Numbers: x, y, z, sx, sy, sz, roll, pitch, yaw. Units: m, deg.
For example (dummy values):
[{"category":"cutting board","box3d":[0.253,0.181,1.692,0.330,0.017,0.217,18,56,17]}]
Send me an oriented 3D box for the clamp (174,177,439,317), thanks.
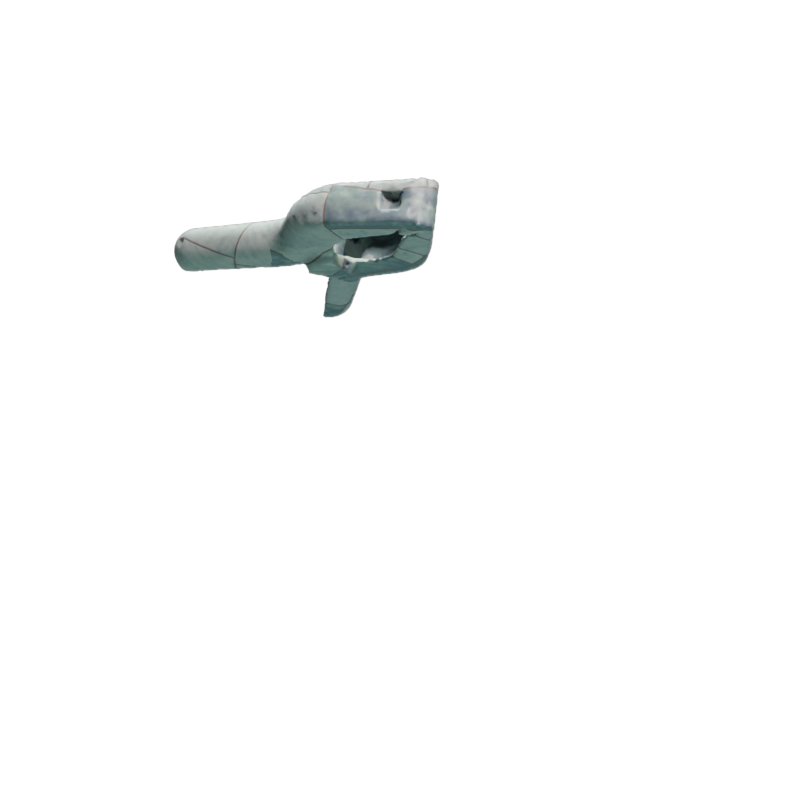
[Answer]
[{"category":"clamp","box3d":[-0.048,-0.087,0.612,0.115,0.041,0.171,8,-17,-28]}]
